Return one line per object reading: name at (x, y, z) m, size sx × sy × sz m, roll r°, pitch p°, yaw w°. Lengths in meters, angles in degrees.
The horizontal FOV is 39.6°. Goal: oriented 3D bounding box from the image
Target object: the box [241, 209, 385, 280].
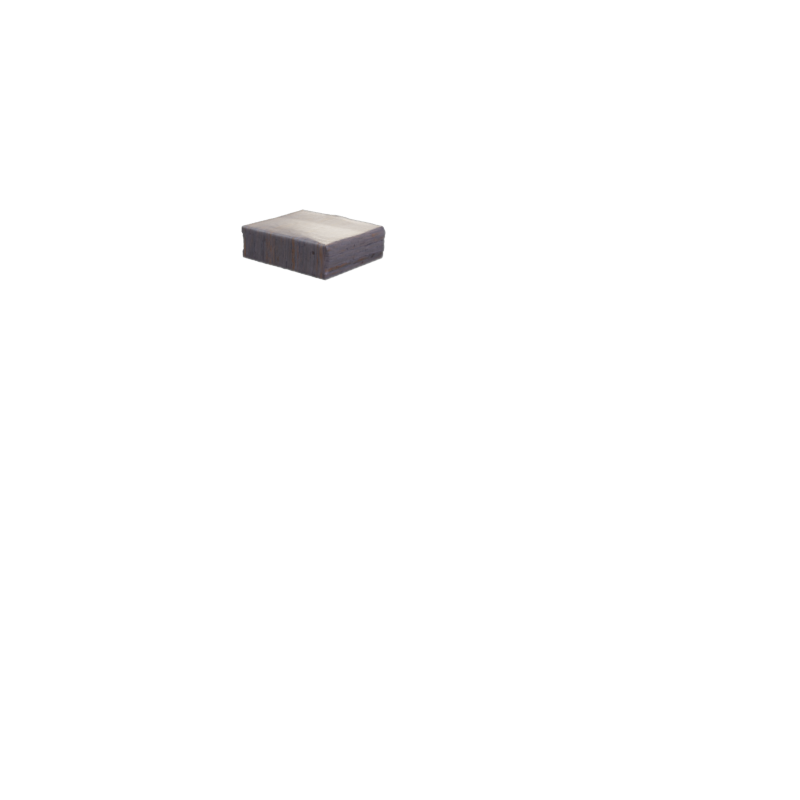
box at (-0.068, -0.124, 0.871) m, size 0.094 × 0.029 × 0.072 m, roll 17°, pitch 27°, yaw 36°
